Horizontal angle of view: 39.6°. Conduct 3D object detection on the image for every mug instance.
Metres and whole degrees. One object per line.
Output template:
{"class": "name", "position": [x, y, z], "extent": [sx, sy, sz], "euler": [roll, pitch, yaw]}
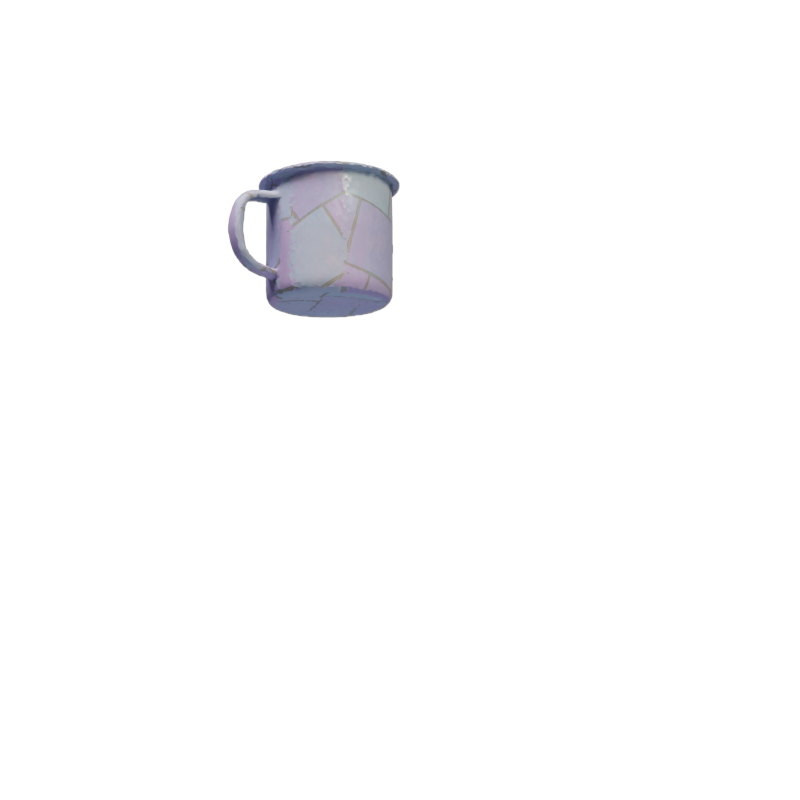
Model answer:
{"class": "mug", "position": [-0.056, -0.102, 0.714], "extent": [0.112, 0.085, 0.094], "euler": [7, -15, -32]}
